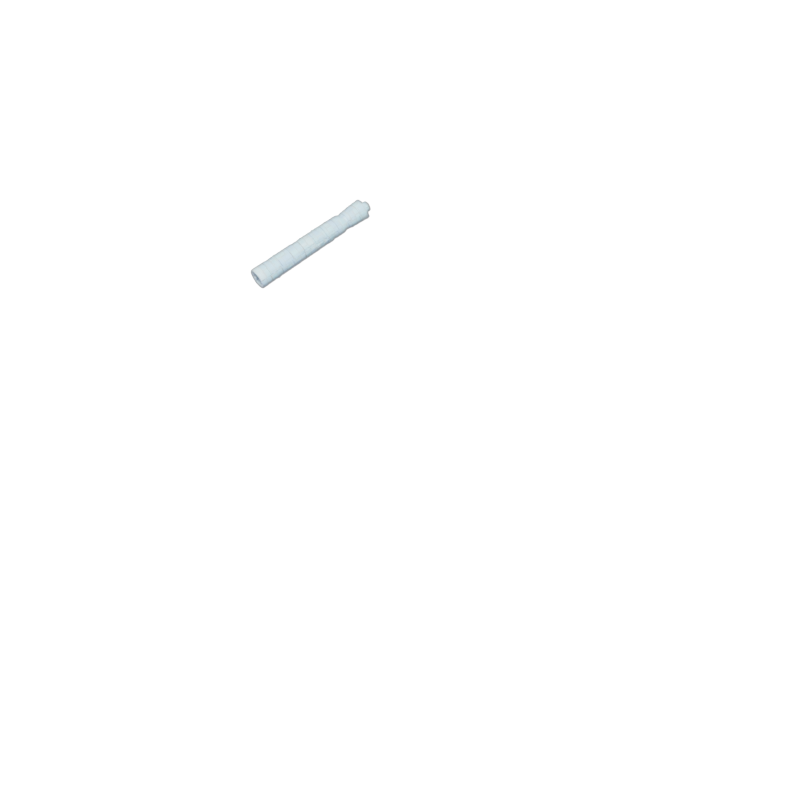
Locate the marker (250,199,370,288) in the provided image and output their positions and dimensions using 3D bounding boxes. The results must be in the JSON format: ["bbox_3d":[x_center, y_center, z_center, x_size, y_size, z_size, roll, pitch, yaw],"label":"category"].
[{"bbox_3d":[-0.075,-0.137,0.957,0.121,0.019,0.020,-36,17,-18],"label":"marker"}]
